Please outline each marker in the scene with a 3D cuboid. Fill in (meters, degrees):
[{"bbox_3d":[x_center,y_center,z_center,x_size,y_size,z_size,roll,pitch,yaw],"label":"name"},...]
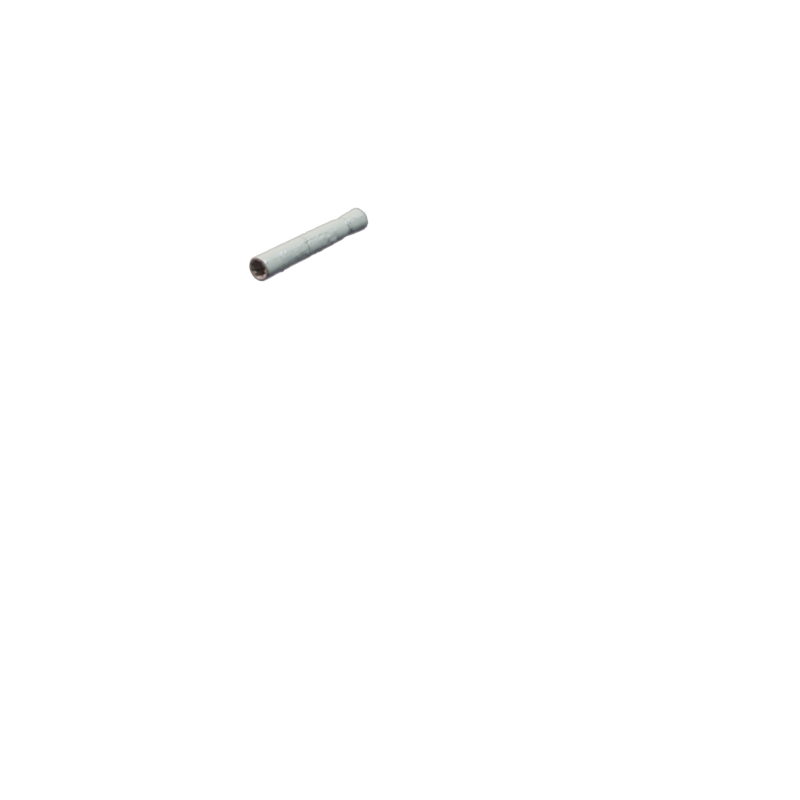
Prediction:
[{"bbox_3d":[-0.065,-0.118,0.827,0.021,0.019,0.121,3,27,40],"label":"marker"}]
